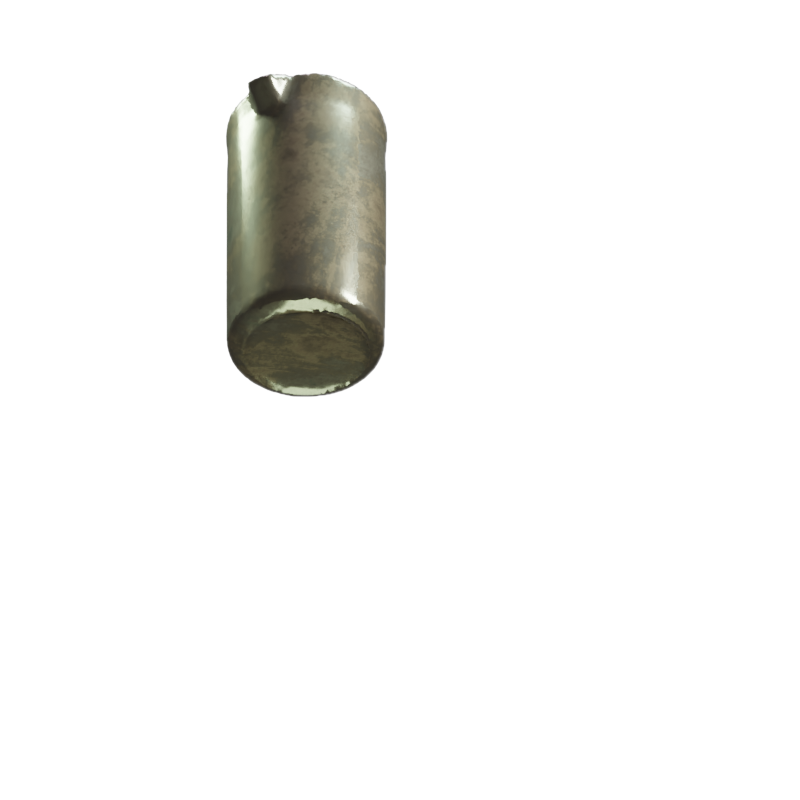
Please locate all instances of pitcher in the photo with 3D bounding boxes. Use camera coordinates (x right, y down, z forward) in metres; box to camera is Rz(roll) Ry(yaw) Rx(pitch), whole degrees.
[{"bbox_3d":[-0.066,-0.120,0.842,0.145,0.261,0.139,13,-45,-17],"label":"pitcher"}]
